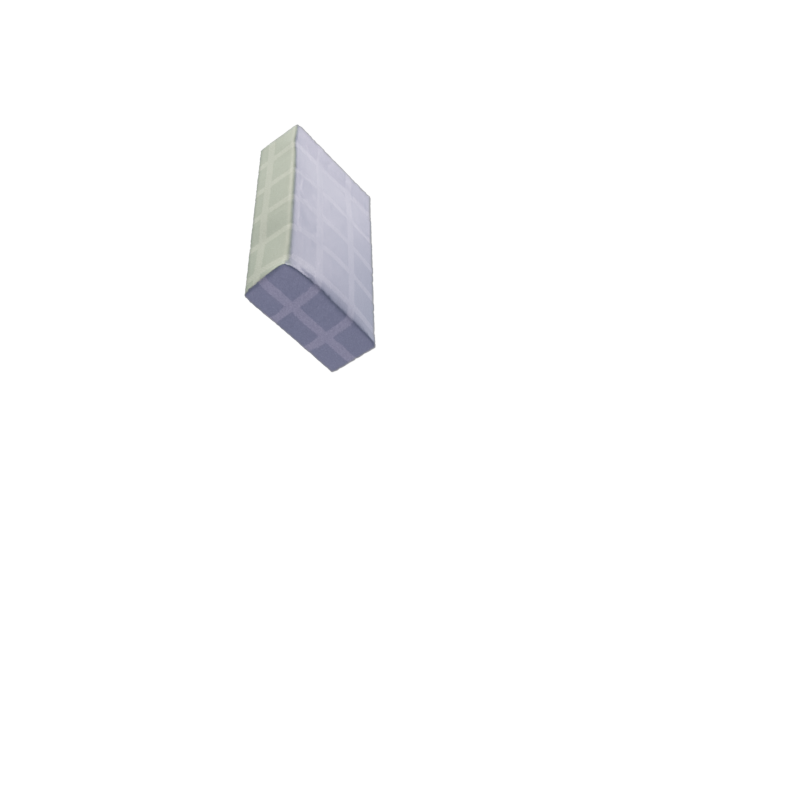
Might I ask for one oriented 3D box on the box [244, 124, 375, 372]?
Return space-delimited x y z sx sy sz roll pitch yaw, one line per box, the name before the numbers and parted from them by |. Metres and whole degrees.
box | -0.063 -0.114 0.798 0.048 0.189 0.087 -34 -56 22
